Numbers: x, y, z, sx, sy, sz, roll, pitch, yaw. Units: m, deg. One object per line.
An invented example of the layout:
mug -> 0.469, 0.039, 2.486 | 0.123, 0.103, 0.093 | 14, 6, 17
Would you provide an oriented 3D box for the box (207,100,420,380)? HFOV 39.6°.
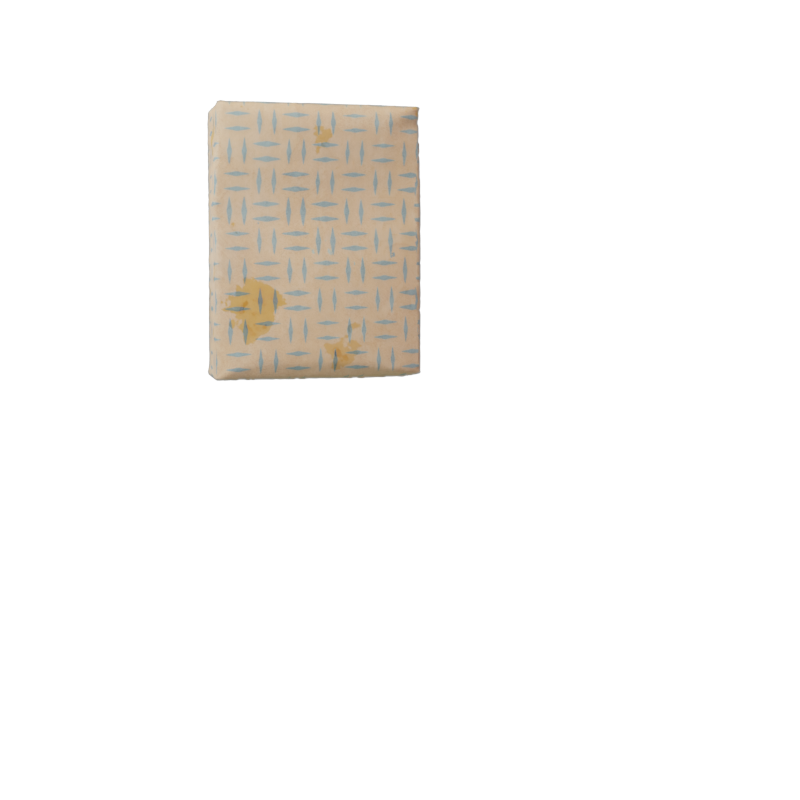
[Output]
box -> -0.068, -0.125, 0.874 | 0.162, 0.214, 0.073 | 0, 0, -12
